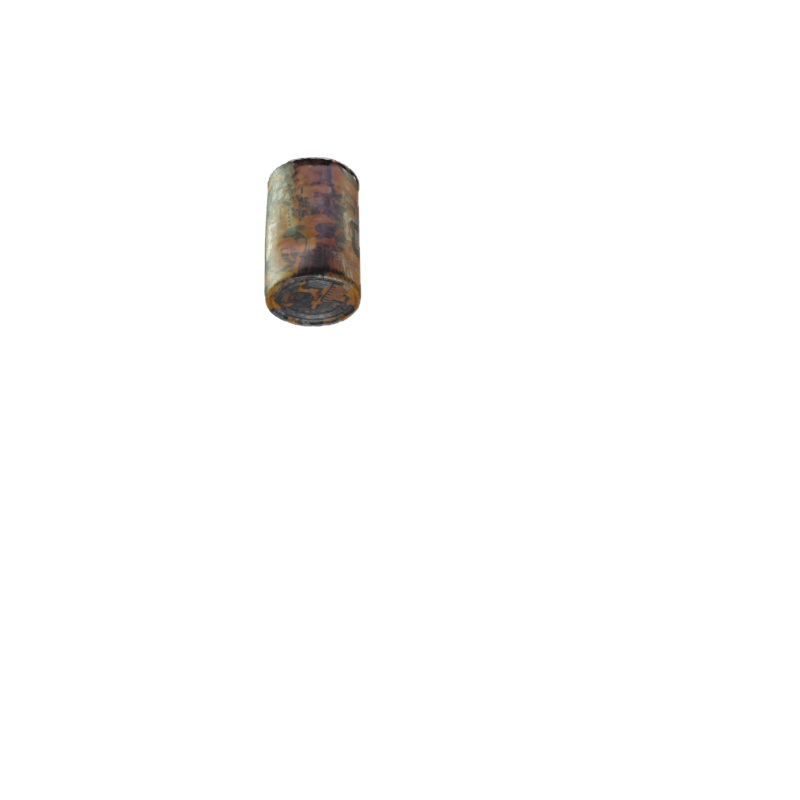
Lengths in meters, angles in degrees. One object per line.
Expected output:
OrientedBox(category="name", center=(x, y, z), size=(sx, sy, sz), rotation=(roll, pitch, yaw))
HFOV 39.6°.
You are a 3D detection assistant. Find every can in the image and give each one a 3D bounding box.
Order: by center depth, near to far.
OrientedBox(category="can", center=(-0.061, -0.112, 0.784), size=(0.068, 0.109, 0.064), rotation=(-1, -32, -2))
